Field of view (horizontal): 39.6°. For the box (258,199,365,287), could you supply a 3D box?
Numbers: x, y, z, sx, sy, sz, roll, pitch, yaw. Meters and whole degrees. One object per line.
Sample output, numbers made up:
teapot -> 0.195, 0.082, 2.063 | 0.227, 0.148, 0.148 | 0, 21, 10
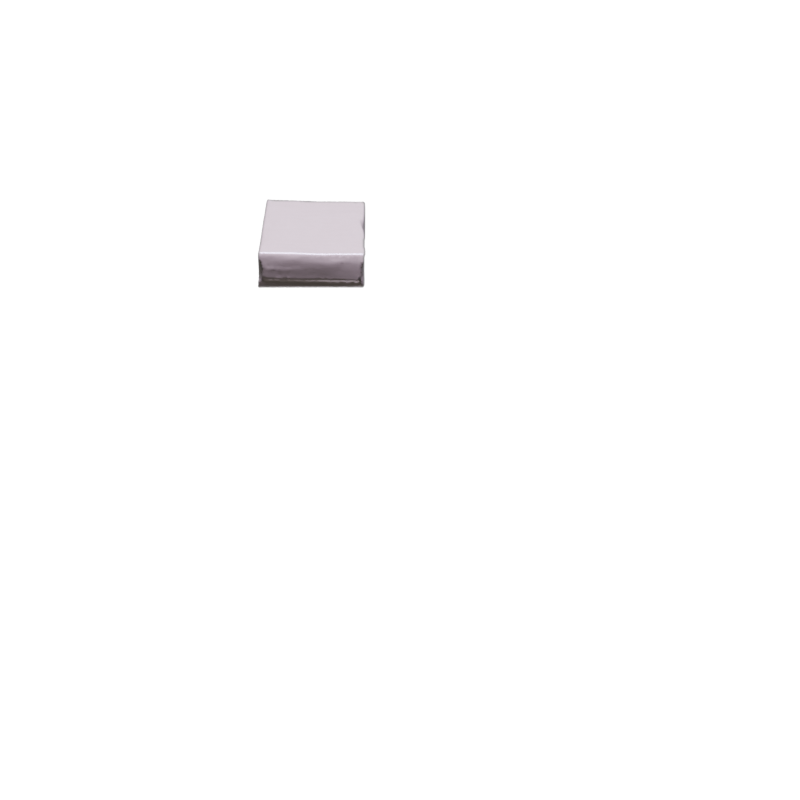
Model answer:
box -> -0.061, -0.112, 0.783 | 0.073, 0.028, 0.095 | 0, 32, 0
